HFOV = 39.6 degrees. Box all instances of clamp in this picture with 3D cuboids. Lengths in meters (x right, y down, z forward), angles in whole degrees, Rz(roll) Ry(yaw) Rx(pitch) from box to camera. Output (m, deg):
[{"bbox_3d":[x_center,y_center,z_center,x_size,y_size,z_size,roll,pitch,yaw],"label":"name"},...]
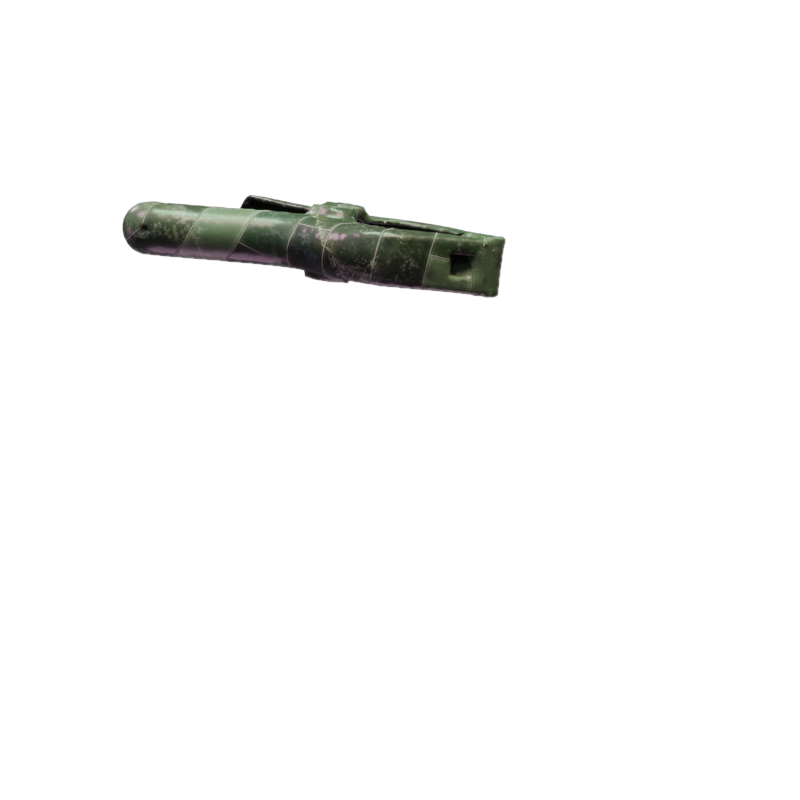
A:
[{"bbox_3d":[-0.041,-0.074,0.519,0.179,0.038,0.118,12,21,32],"label":"clamp"}]
